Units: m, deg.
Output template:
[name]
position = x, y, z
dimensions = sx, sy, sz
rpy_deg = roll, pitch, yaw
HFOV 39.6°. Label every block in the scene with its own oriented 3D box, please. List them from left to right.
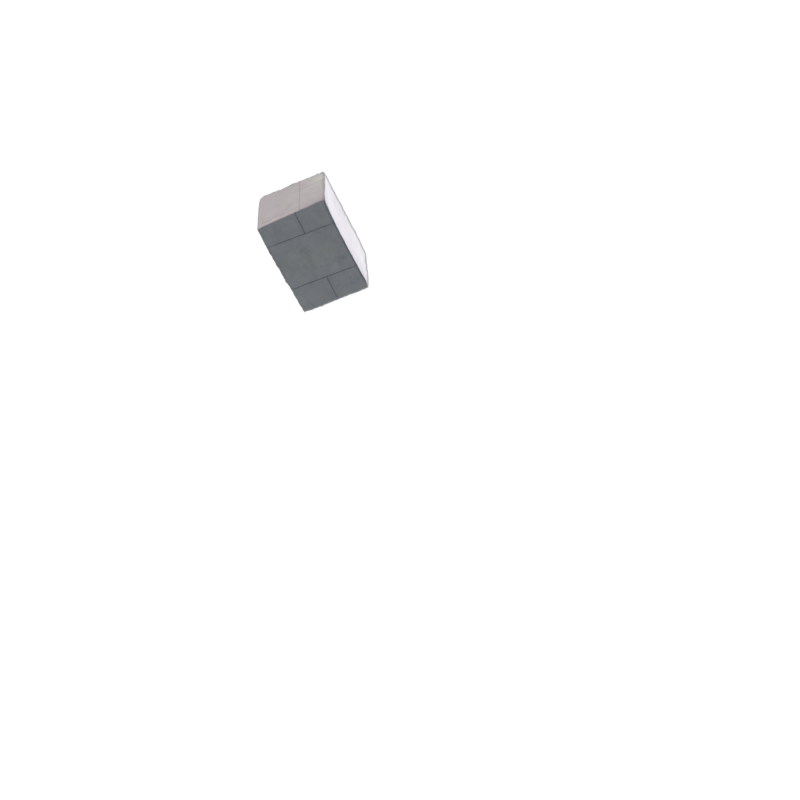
[block]
position = -0.062, -0.113, 0.789
dimensions = 0.053, 0.073, 0.055
rpy_deg = -21, 30, 11
